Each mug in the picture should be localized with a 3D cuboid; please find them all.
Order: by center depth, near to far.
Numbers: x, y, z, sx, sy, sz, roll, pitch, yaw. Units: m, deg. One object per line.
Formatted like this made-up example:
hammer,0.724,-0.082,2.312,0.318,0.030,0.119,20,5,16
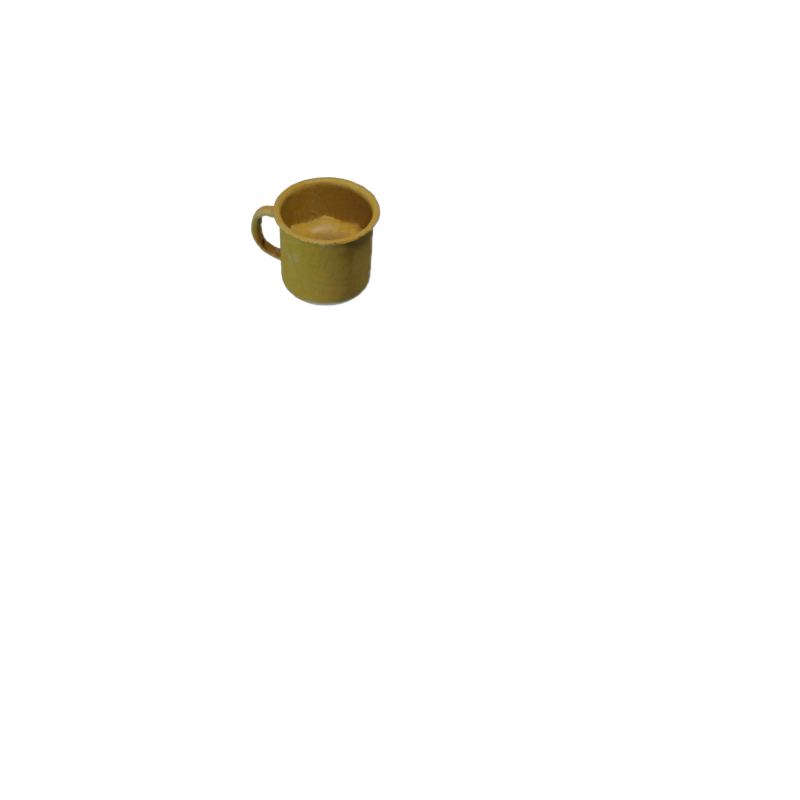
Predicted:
mug,-0.077,-0.141,0.987,0.119,0.076,0.098,11,45,10
